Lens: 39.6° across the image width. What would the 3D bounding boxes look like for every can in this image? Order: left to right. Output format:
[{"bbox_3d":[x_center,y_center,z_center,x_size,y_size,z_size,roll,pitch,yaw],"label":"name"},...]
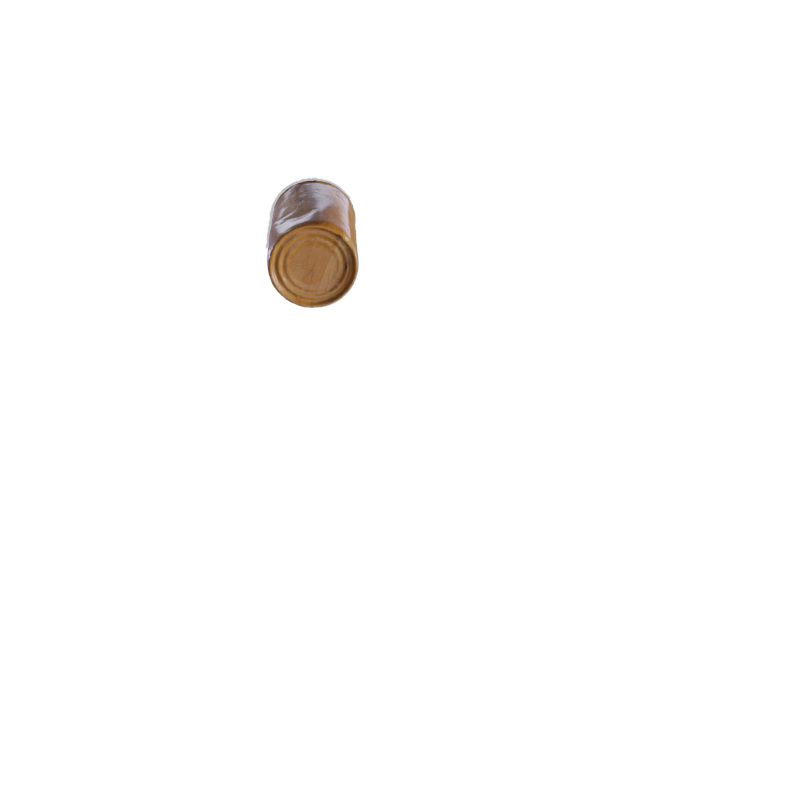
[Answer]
[{"bbox_3d":[-0.066,-0.120,0.842,0.068,0.065,0.108,0,26,-3],"label":"can"}]
